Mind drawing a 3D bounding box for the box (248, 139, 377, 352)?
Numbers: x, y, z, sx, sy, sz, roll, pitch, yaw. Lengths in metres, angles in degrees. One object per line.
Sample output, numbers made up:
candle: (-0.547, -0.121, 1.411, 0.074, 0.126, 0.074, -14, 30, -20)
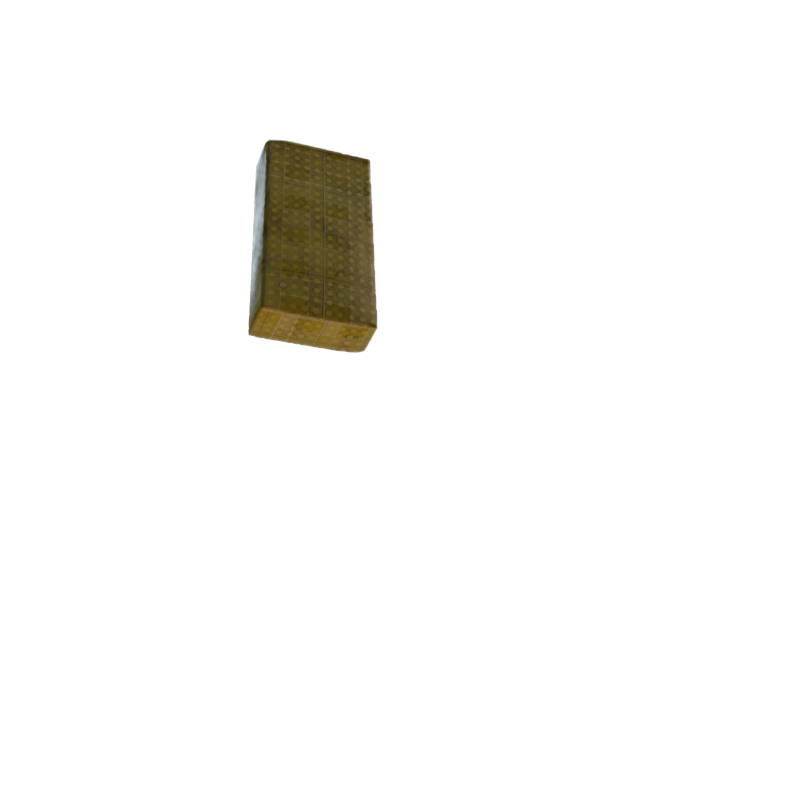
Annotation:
box: (-0.069, -0.126, 0.880, 0.091, 0.189, 0.046, 9, -36, -16)
